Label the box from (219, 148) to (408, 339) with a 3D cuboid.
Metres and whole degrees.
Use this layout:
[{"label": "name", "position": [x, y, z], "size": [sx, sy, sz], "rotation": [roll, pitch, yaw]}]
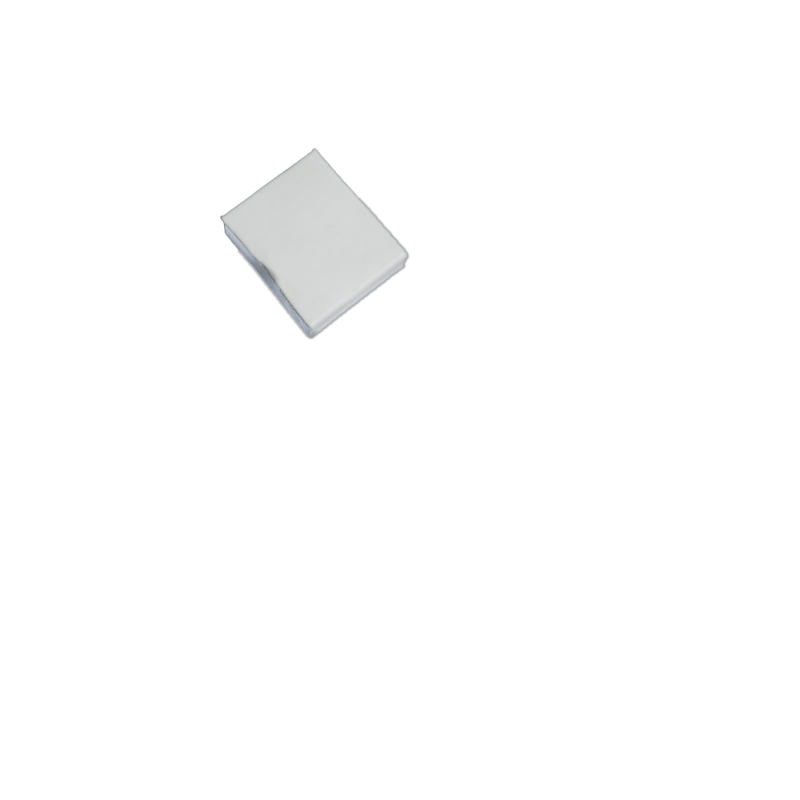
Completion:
[{"label": "box", "position": [-0.052, -0.094, 0.657], "size": [0.073, 0.093, 0.029], "rotation": [-37, -14, -11]}]
